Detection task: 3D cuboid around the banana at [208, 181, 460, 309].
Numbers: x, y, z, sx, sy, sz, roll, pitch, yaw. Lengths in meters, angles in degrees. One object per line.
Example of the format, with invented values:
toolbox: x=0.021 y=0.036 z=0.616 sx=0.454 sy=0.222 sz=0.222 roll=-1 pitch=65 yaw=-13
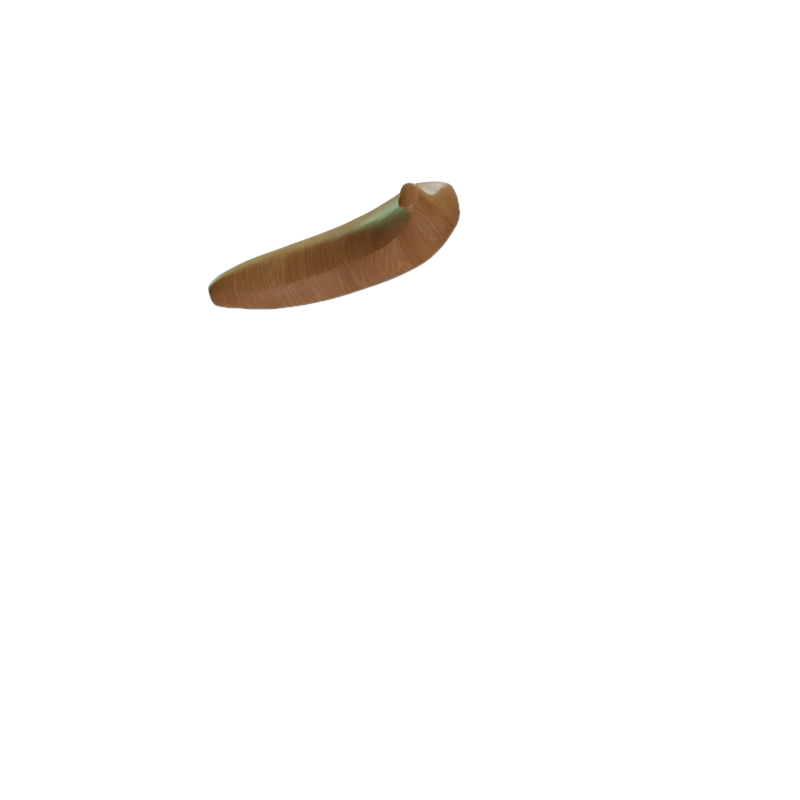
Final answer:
banana: x=-0.029 y=-0.083 z=0.596 sx=0.066 sy=0.038 sz=0.199 roll=11 pitch=-18 yaw=-35
